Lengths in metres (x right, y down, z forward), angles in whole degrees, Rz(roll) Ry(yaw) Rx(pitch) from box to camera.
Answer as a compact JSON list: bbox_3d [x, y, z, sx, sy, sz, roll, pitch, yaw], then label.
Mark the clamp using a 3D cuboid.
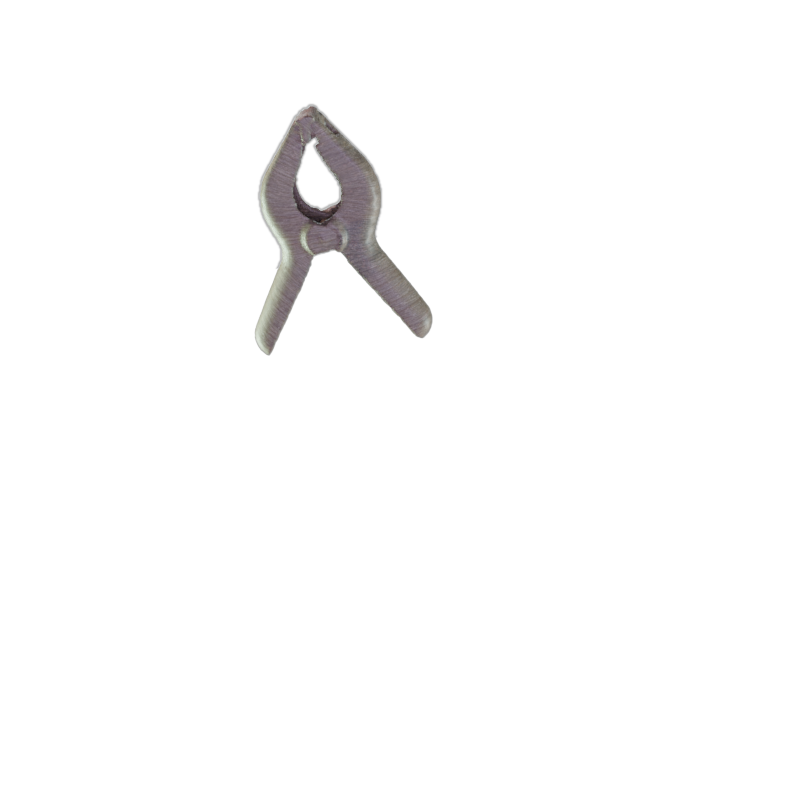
[{"bbox_3d":[-0.057,-0.105,0.732,0.120,0.164,0.041,-17,17,5],"label":"clamp"}]
